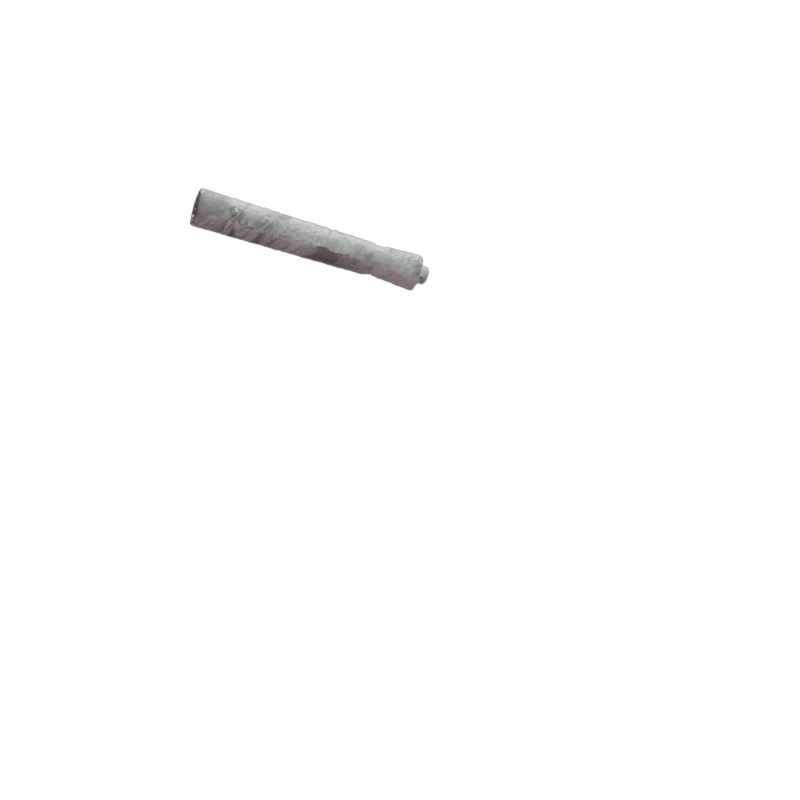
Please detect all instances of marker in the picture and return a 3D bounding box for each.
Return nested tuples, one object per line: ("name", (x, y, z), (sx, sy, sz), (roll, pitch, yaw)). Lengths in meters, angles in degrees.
("marker", (-0.042, -0.077, 0.543), (0.118, 0.020, 0.020), (15, 0, -14))
